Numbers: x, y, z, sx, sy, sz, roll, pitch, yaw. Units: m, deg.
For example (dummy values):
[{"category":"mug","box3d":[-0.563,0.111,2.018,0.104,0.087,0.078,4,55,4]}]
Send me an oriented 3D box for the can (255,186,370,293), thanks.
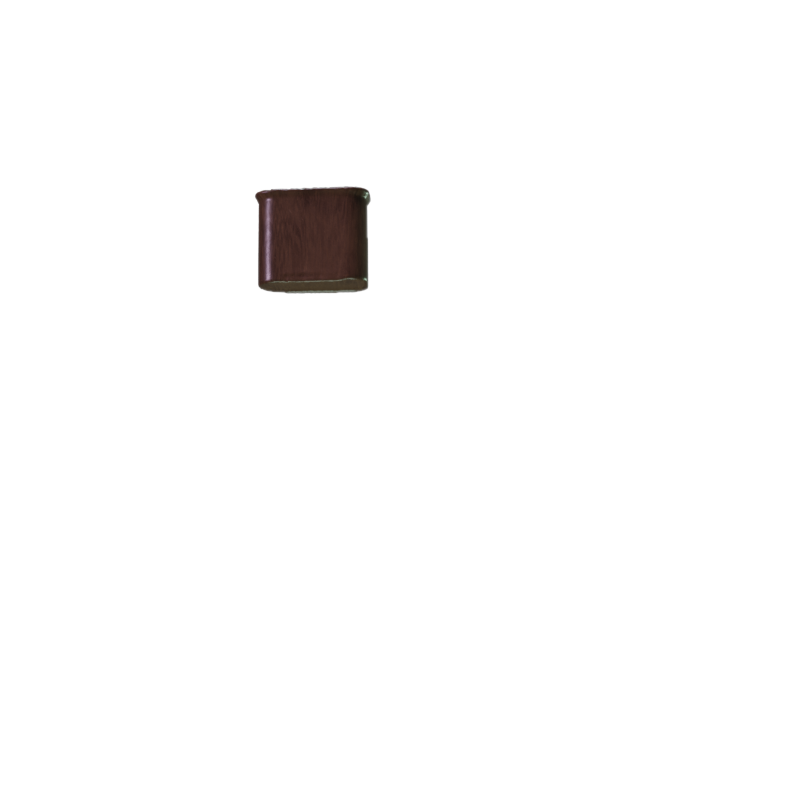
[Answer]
[{"category":"can","box3d":[-0.077,-0.140,0.981,0.103,0.086,0.055,-1,-11,5]}]
